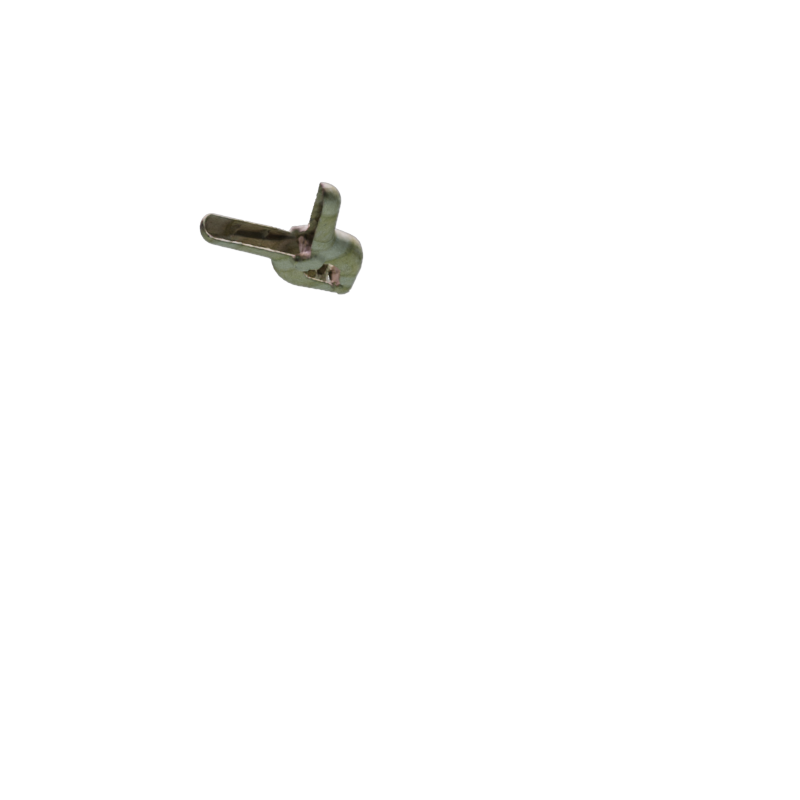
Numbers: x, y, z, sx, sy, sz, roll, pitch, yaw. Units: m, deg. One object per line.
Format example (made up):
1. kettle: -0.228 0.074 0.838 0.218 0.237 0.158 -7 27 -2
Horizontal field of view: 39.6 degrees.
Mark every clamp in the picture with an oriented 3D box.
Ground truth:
1. clamp: -0.073 -0.133 0.931 0.123 0.041 0.161 -9 -16 30
